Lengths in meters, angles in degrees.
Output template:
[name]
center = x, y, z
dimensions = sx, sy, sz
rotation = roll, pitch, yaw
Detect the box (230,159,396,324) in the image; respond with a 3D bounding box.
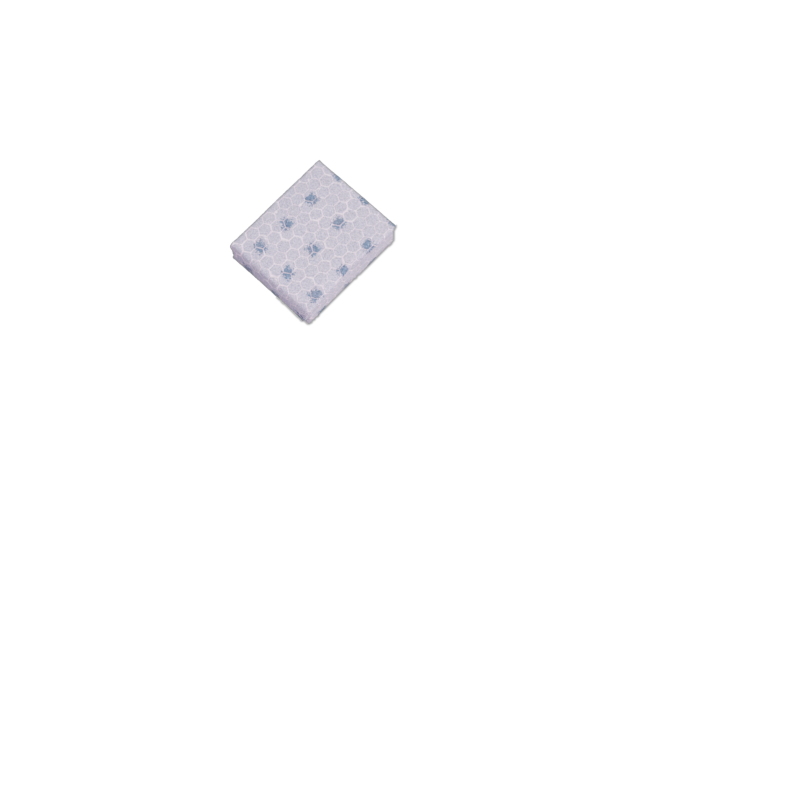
[box]
center = -0.059, -0.107, 0.750
dimensions = 0.076, 0.090, 0.029
rotation = 41, -17, 14
